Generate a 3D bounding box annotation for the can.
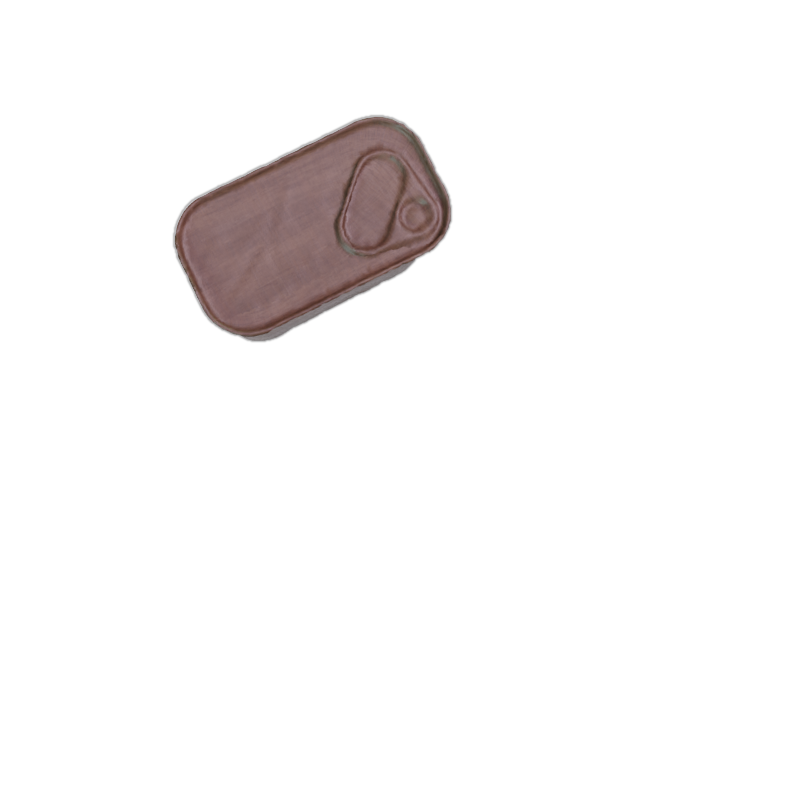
[{"bbox_3d":[-0.035,-0.065,0.454,0.102,0.058,0.083,-27,-2,-4],"label":"can"}]
